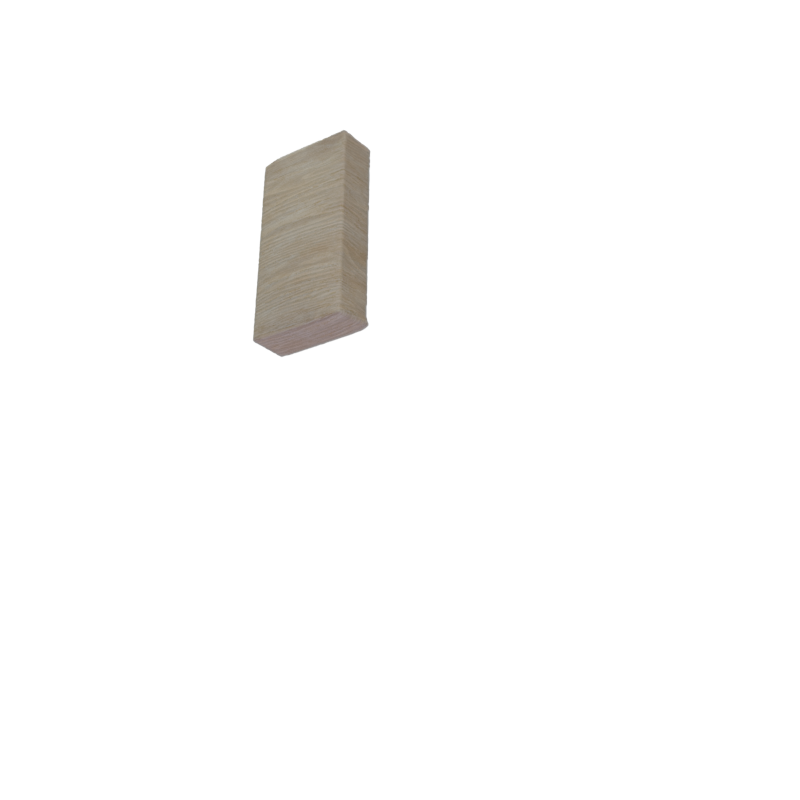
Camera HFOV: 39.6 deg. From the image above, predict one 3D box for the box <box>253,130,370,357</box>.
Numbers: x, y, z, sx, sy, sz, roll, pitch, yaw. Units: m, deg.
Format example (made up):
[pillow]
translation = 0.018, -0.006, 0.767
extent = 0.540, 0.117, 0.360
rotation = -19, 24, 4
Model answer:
[box]
translation = -0.073, -0.133, 0.931
extent = 0.094, 0.187, 0.045
rotation = -19, -32, 31
